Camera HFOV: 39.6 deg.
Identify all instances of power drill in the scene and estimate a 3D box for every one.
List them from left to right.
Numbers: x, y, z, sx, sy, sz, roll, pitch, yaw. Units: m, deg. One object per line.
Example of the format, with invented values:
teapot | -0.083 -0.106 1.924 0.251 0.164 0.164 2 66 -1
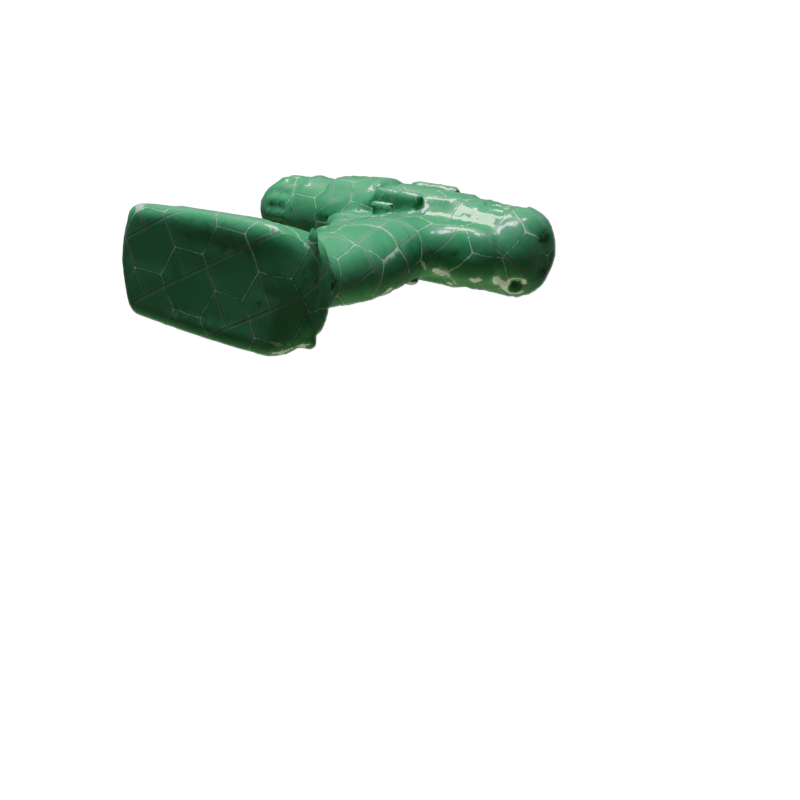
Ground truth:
power drill | -0.043 -0.079 0.550 0.194 0.055 0.185 14 23 36
